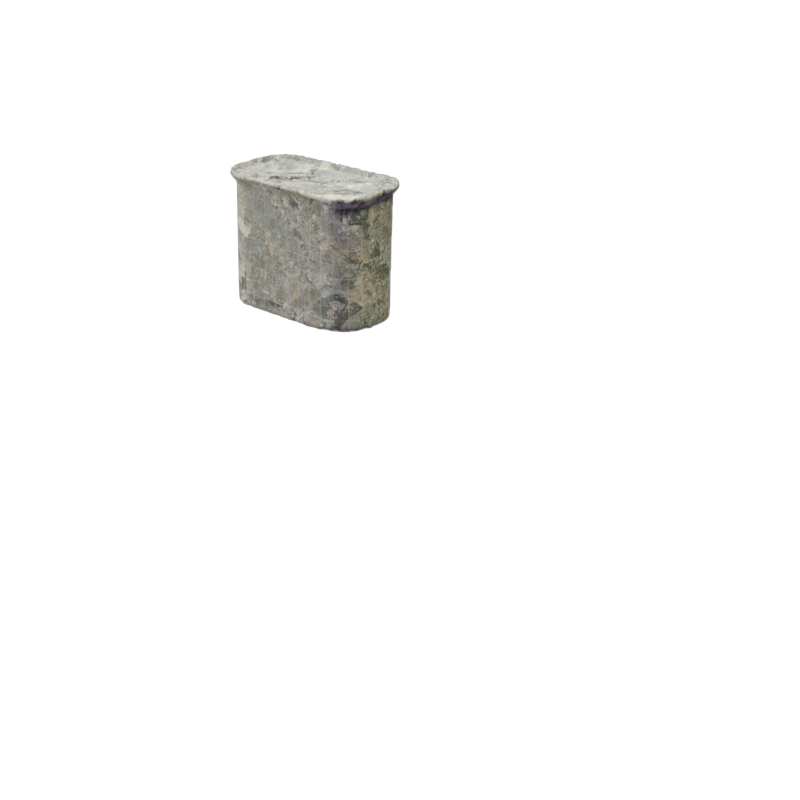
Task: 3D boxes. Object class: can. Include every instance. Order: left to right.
[{"bbox_3d":[-0.052,-0.094,0.660,0.108,0.080,0.057,20,29,35],"label":"can"}]
